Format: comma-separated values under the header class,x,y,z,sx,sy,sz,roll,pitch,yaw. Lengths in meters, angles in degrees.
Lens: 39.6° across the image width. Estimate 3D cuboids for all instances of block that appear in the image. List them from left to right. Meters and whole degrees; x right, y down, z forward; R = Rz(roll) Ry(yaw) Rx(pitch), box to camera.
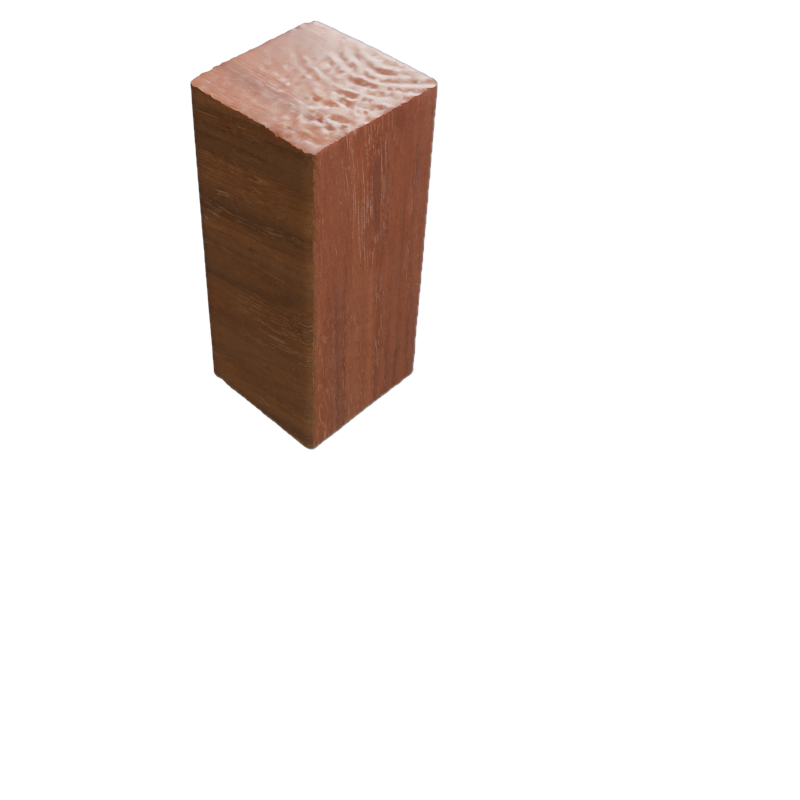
class,x,y,z,sx,sy,sz,roll,pitch,yaw
block,-0.048,-0.087,0.606,0.096,0.192,0.091,35,52,28
